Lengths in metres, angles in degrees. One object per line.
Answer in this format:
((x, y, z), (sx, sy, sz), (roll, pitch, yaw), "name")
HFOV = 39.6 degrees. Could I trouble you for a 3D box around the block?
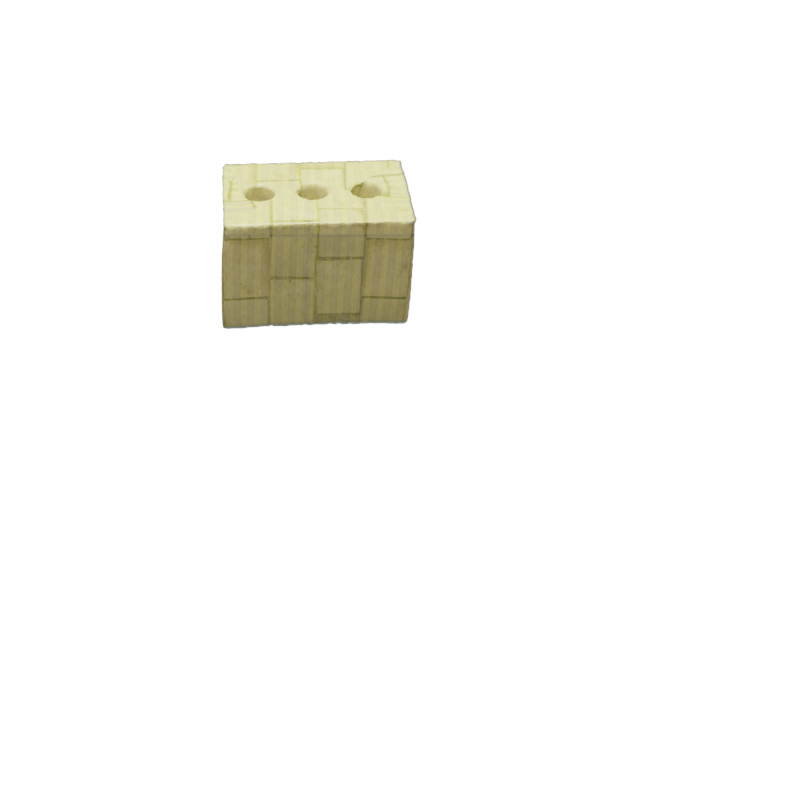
((-0.036, -0.066, 0.464), (0.077, 0.048, 0.057), (-3, 38, -5), "block")
